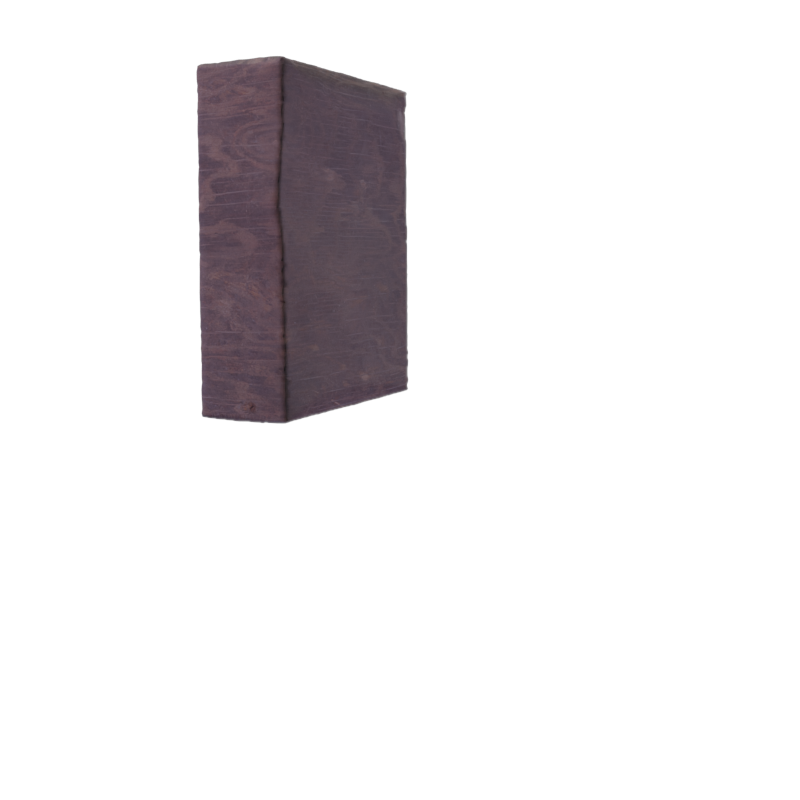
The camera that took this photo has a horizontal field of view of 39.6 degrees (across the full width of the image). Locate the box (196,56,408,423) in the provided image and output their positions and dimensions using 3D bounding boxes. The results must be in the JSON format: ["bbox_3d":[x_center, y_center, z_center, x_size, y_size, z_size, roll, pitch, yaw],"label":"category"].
[{"bbox_3d":[-0.056,-0.102,0.716,0.074,0.214,0.159,0,2,28],"label":"box"}]
